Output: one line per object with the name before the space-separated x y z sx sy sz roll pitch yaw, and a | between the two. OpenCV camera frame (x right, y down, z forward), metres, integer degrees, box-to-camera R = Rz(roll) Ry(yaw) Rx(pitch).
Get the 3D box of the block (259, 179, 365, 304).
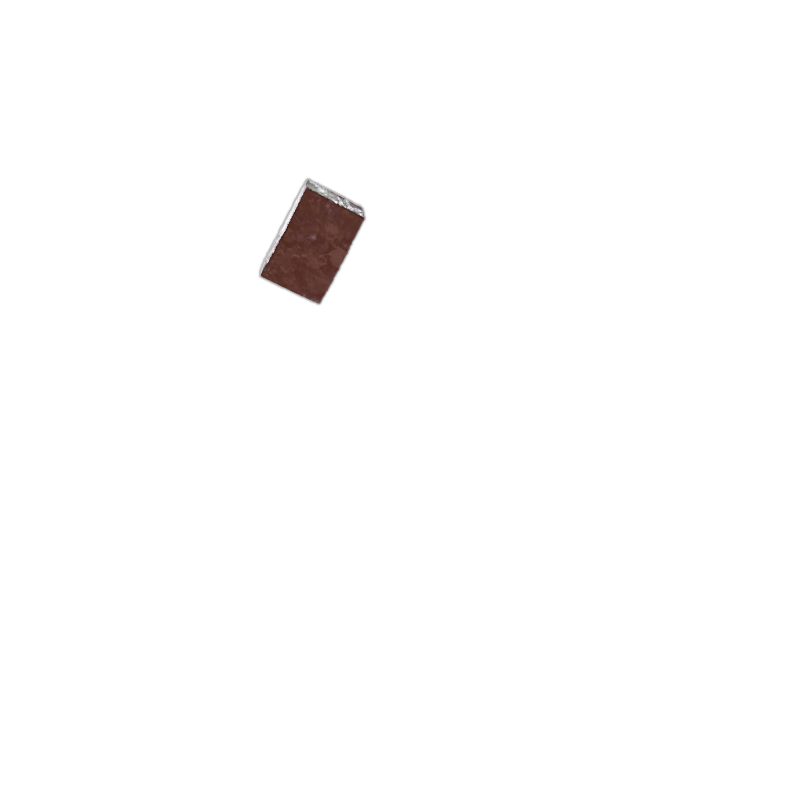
block | -0.067 -0.122 0.855 0.052 0.077 0.053 28 10 -8
